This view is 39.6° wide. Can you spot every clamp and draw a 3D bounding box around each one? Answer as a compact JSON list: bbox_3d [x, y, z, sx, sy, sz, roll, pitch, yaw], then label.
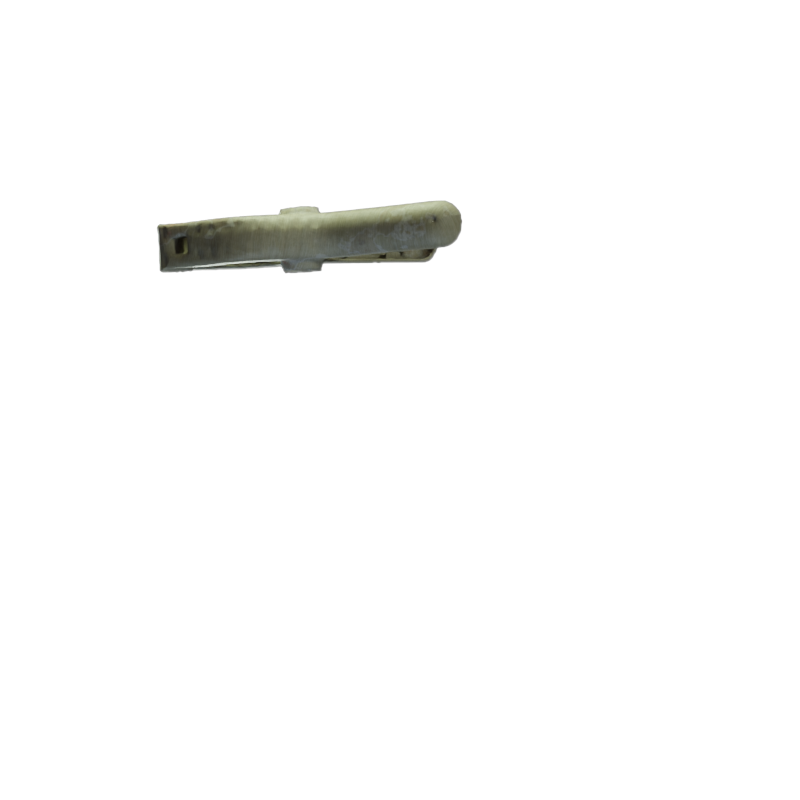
[{"bbox_3d":[-0.050,-0.091,0.640,0.173,0.040,0.117,0,-4,7],"label":"clamp"}]
